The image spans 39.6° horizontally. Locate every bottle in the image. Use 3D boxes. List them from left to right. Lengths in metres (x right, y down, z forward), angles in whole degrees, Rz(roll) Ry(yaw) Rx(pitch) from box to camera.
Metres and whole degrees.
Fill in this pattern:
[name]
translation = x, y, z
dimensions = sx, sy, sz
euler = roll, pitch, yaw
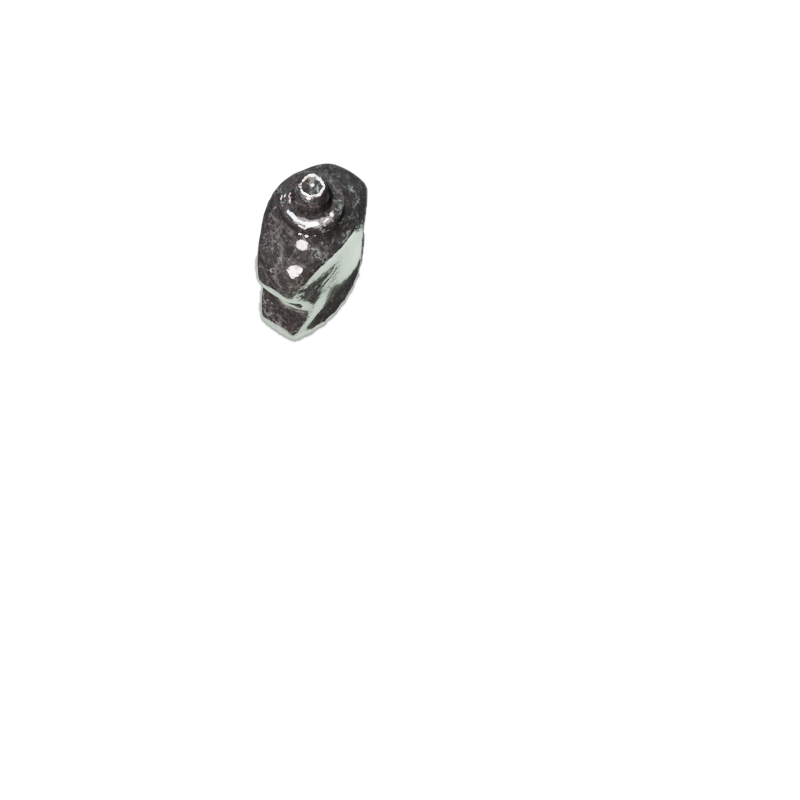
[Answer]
[bottle]
translation = -0.059, -0.108, 0.752
dimensions = 0.060, 0.098, 0.185
euler = 35, -13, 4
